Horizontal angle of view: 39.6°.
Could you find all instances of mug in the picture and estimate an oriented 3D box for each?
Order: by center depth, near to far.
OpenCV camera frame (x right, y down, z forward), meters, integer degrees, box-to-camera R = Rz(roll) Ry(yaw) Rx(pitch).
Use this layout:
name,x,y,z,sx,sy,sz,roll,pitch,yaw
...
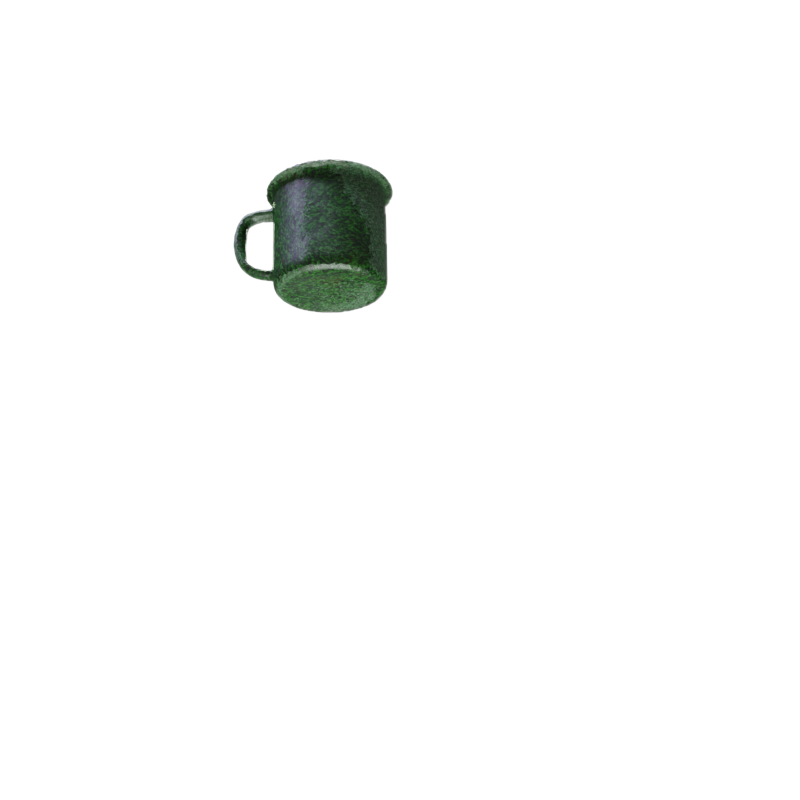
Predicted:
name,x,y,z,sx,sy,sz,roll,pitch,yaw
mug,-0.063,-0.114,0.801,0.118,0.086,0.088,-3,-24,4
